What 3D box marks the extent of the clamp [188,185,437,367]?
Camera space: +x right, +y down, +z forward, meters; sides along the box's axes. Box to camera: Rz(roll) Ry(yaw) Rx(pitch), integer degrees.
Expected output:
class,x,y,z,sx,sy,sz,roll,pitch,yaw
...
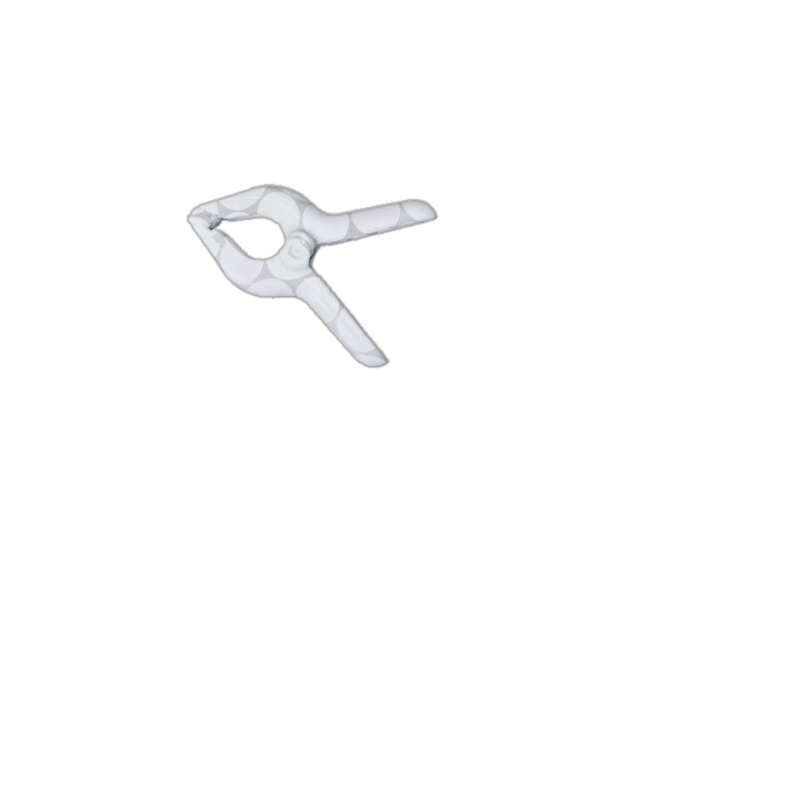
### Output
class,x,y,z,sx,sy,sz,roll,pitch,yaw
clamp,-0.061,-0.112,0.782,0.173,0.122,0.038,27,-8,4
